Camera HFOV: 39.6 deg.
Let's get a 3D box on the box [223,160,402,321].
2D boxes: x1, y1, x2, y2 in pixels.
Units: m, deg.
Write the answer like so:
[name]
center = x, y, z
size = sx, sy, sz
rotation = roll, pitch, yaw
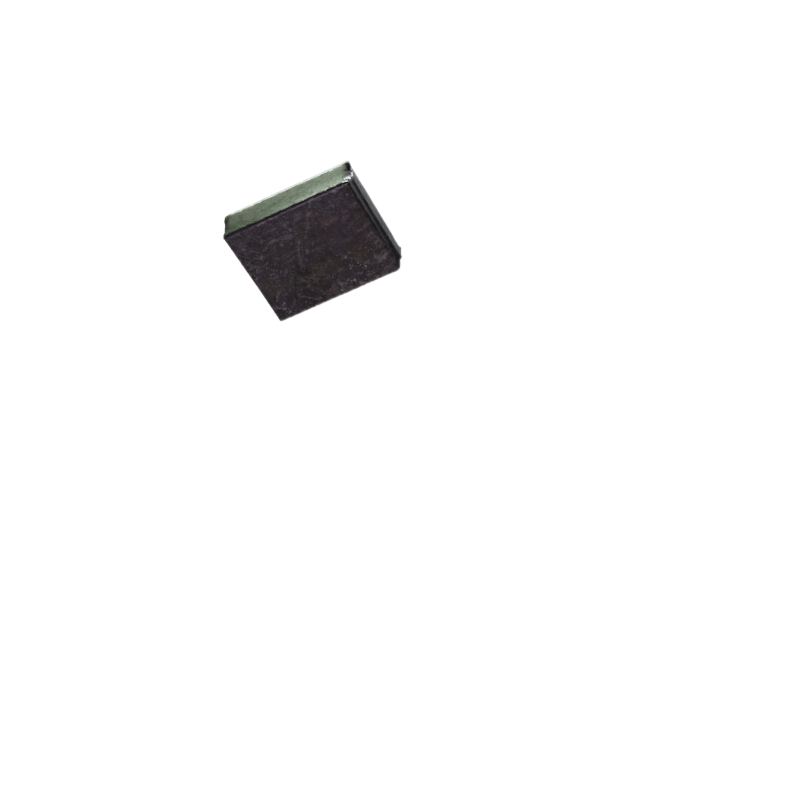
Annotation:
[box]
center = -0.054, -0.099, 0.690
size = 0.089, 0.068, 0.032
rotation = -23, 33, 15
